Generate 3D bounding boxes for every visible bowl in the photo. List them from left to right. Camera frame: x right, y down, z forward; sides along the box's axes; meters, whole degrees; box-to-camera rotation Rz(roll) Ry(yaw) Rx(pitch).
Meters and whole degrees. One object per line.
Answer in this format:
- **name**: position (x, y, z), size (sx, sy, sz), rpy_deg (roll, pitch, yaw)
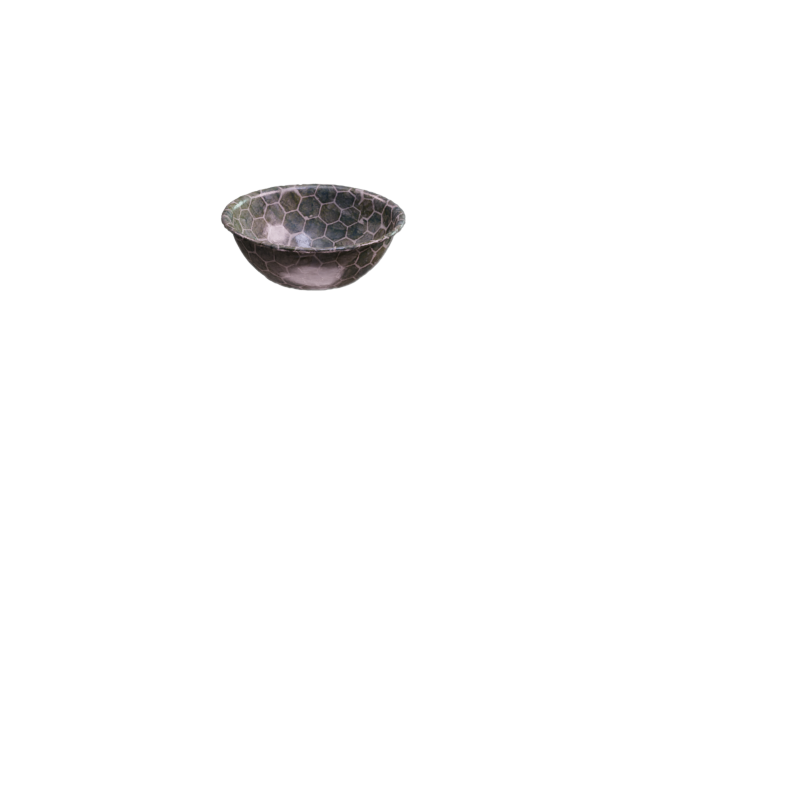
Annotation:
- **bowl**: position (-0.077, -0.140, 0.982), size (0.162, 0.052, 0.172), rpy_deg (-1, 29, -2)
